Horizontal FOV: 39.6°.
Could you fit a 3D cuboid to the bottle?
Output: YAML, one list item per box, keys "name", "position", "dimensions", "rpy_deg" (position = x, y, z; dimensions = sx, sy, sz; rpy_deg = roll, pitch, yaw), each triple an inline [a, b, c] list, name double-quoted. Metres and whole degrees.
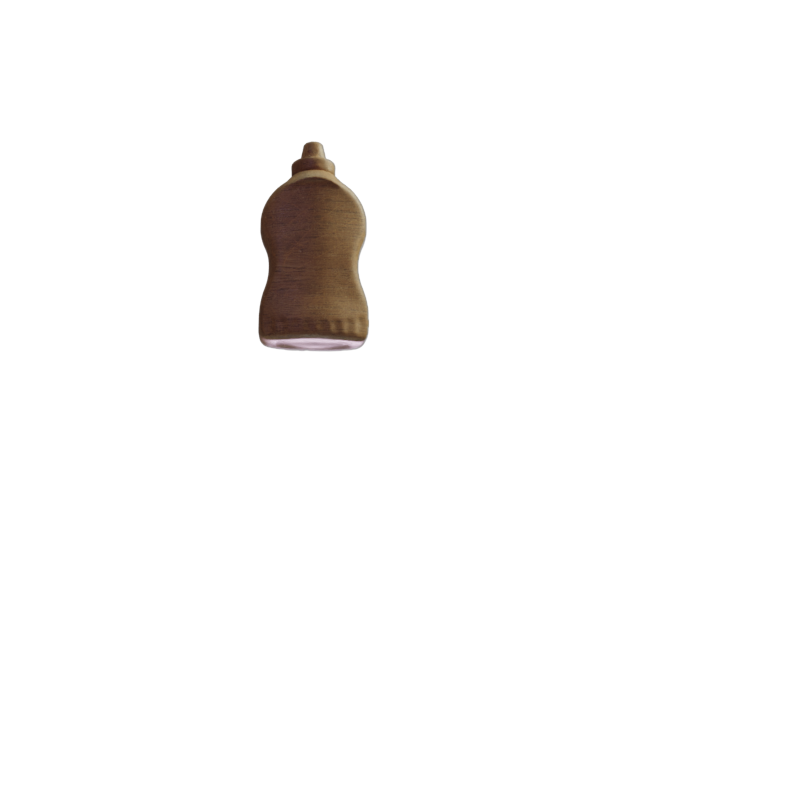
- name: "bottle"
  position: [-0.078, -0.142, 0.998]
  dimensions: [0.095, 0.200, 0.056]
  rpy_deg: [0, -18, -4]
